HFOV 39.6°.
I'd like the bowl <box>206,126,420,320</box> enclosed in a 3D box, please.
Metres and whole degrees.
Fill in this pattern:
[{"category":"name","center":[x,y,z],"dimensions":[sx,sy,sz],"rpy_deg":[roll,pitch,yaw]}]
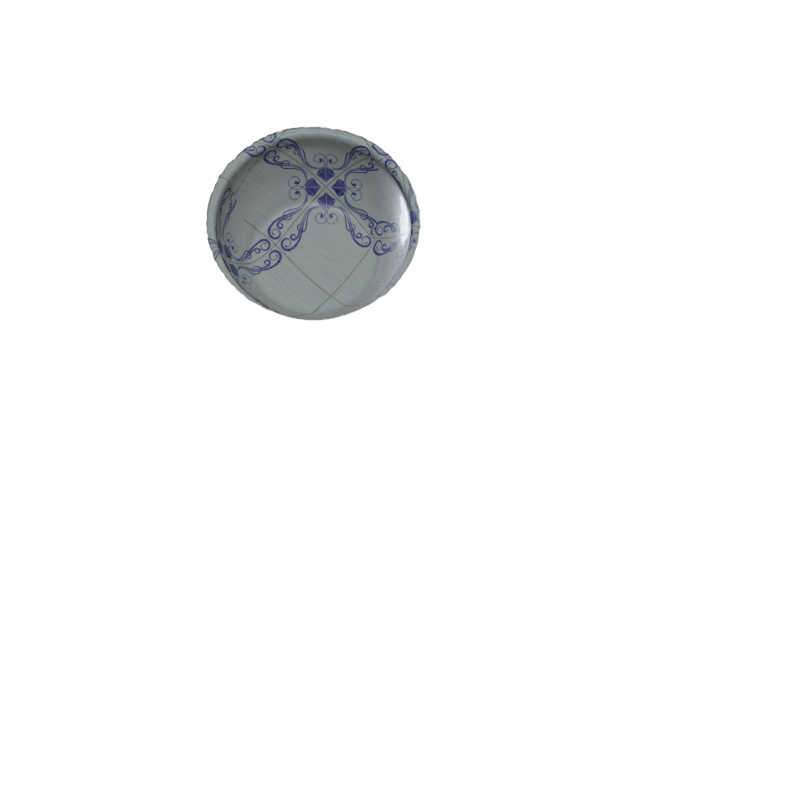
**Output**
[{"category":"bowl","center":[-0.064,-0.116,0.815],"dimensions":[0.162,0.153,0.058],"rpy_deg":[1,30,-1]}]
